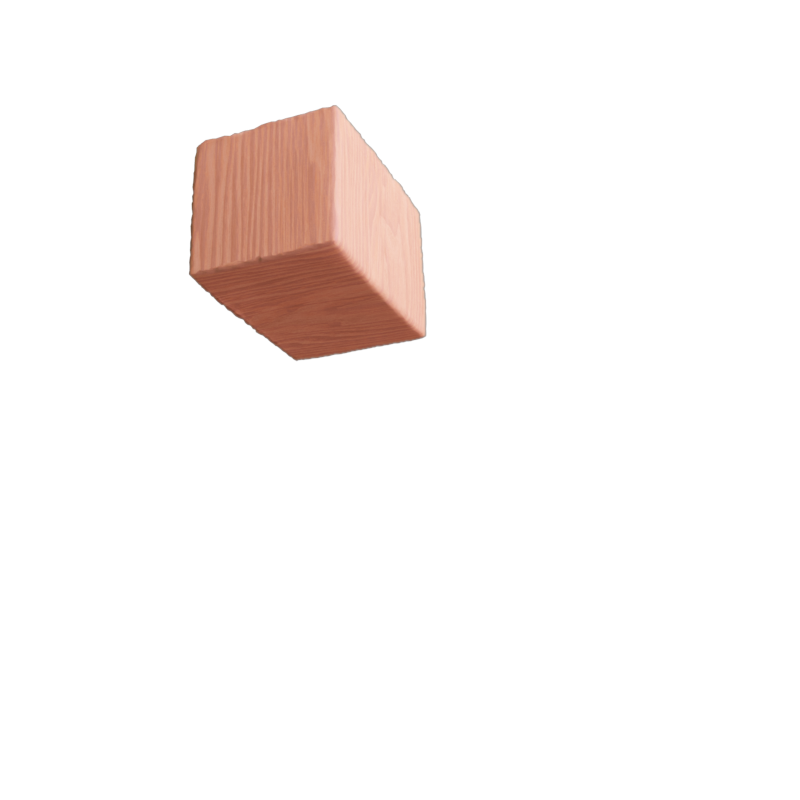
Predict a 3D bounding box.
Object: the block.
[{"bbox_3d":[-0.029,-0.053,0.373,0.053,0.054,0.072,-11,-26,20],"label":"block"}]
